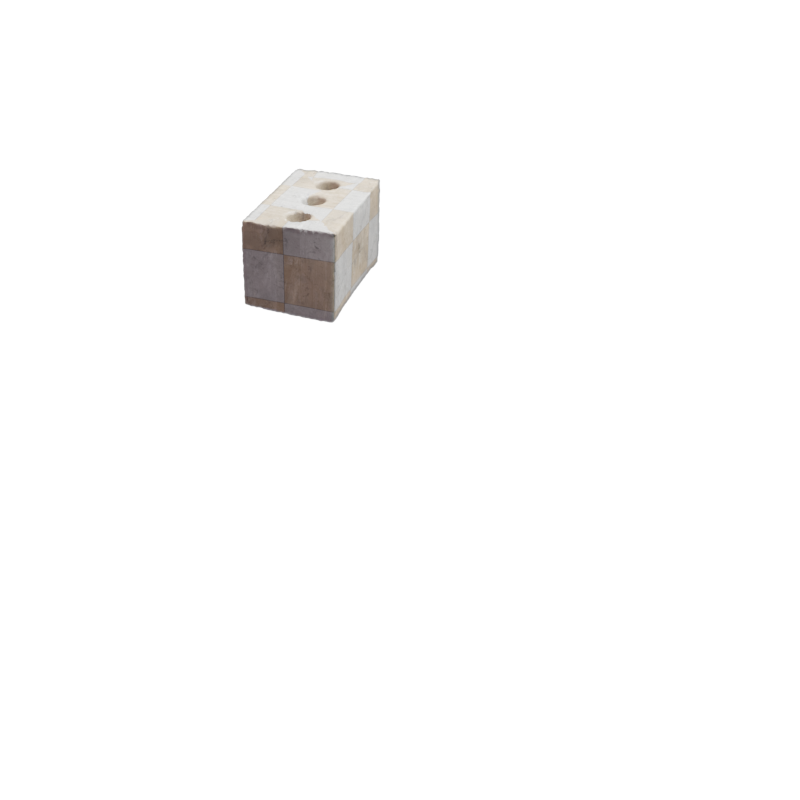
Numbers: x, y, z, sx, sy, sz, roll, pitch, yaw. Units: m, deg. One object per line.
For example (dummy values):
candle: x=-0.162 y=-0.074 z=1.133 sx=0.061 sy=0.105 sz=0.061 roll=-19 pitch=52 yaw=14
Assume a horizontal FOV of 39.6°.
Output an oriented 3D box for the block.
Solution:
block: x=-0.047 y=-0.086 z=0.602 sx=0.054 sy=0.048 sz=0.081 roll=10 pitch=32 yaw=14
